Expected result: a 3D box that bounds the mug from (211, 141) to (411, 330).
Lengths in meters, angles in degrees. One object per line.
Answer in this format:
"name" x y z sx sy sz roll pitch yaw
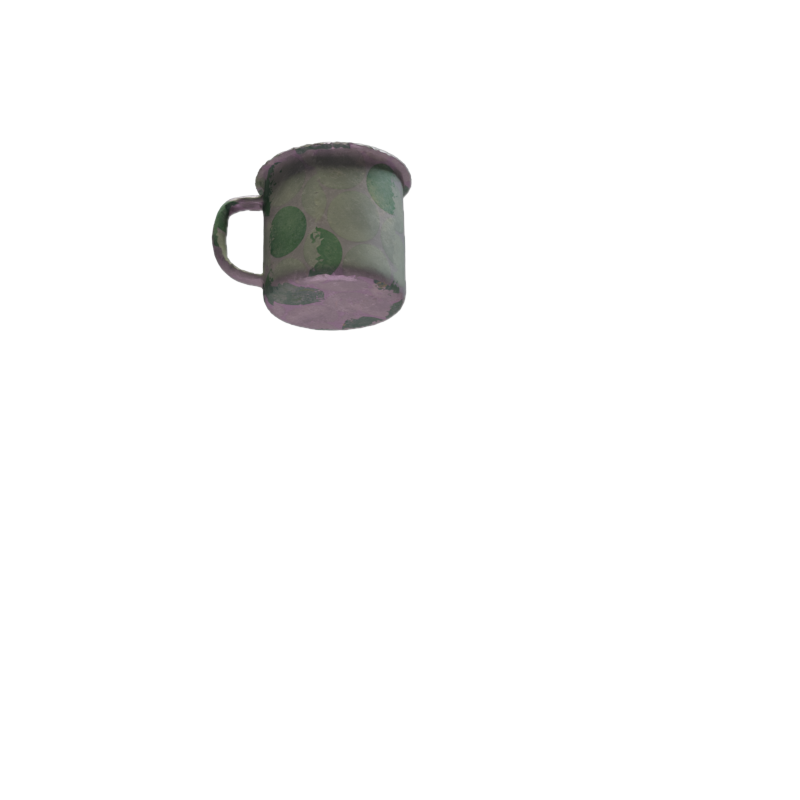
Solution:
"mug" -0.050 -0.092 0.641 0.116 0.086 0.089 2 -22 -6
